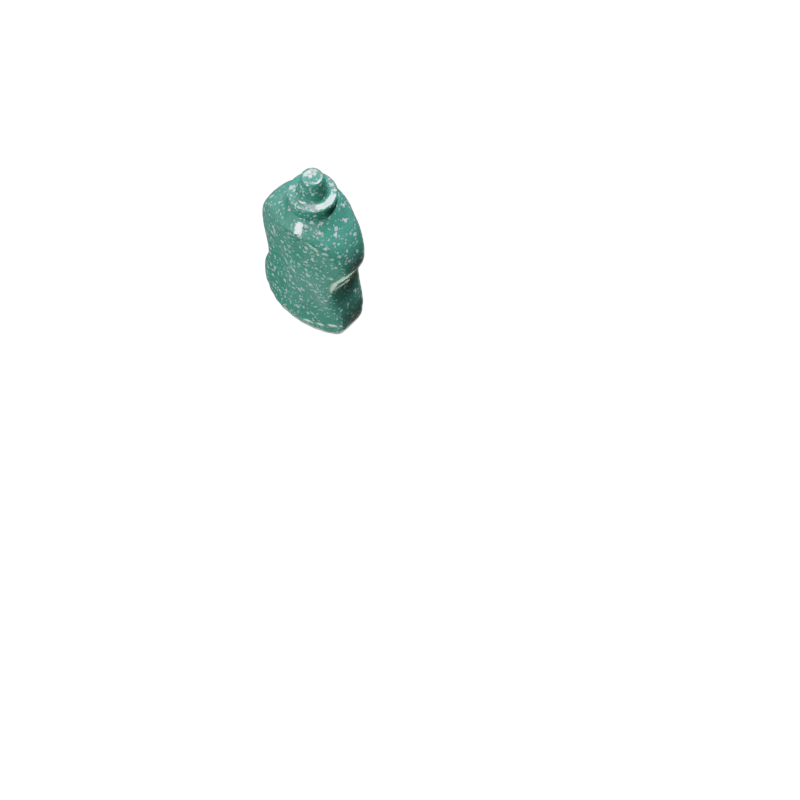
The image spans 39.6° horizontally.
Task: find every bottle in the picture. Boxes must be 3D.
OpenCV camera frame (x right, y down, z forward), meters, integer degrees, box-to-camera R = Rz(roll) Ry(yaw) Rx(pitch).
[{"bbox_3d":[-0.074,-0.134,0.944,0.059,0.101,0.180,-42,-18,-22],"label":"bottle"}]
